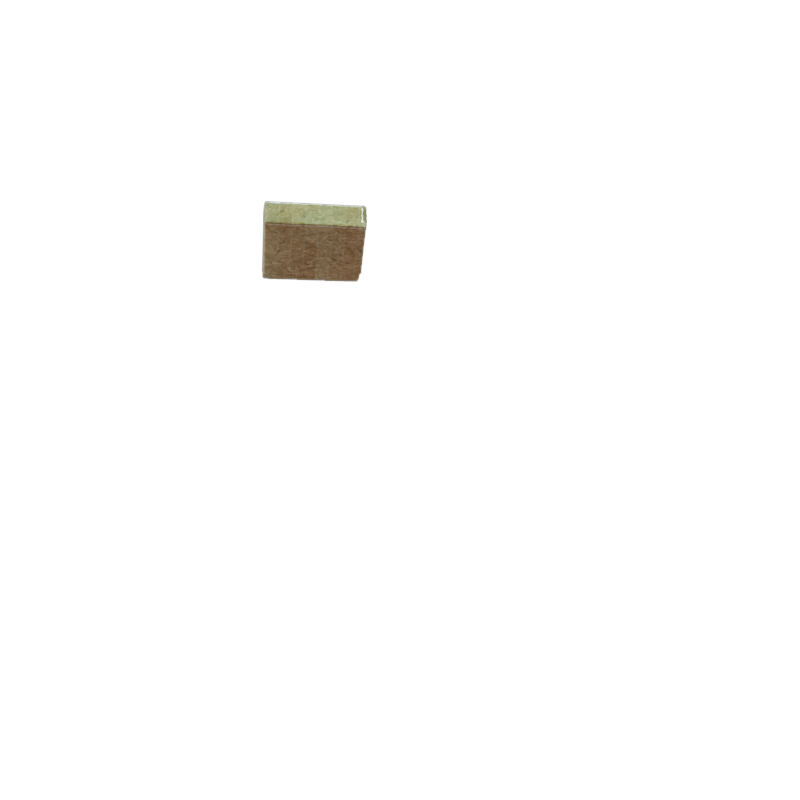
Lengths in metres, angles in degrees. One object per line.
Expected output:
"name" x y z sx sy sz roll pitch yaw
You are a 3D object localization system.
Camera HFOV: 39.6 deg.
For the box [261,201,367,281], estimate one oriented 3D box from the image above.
"box" -0.076 -0.139 0.970 0.089 0.032 0.068 2 -38 -3
